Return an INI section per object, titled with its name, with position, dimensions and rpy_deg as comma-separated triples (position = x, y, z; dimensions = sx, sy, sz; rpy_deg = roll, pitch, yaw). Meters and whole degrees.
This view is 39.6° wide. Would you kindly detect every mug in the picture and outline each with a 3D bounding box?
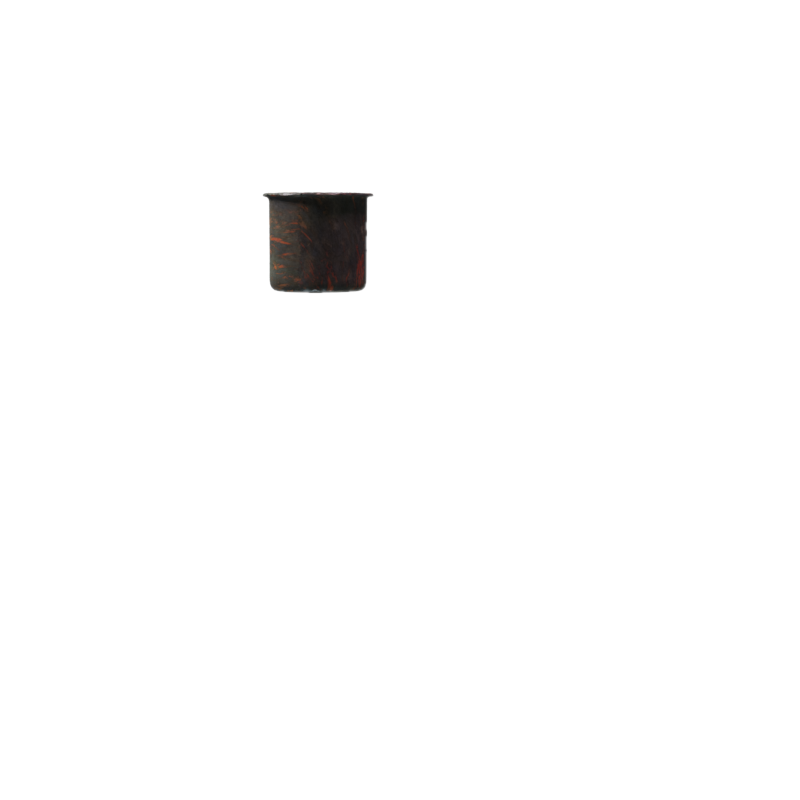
[mug]
position = -0.074, -0.134, 0.940
dimensions = 0.091, 0.081, 0.121
rpy_deg = -2, 7, -22
